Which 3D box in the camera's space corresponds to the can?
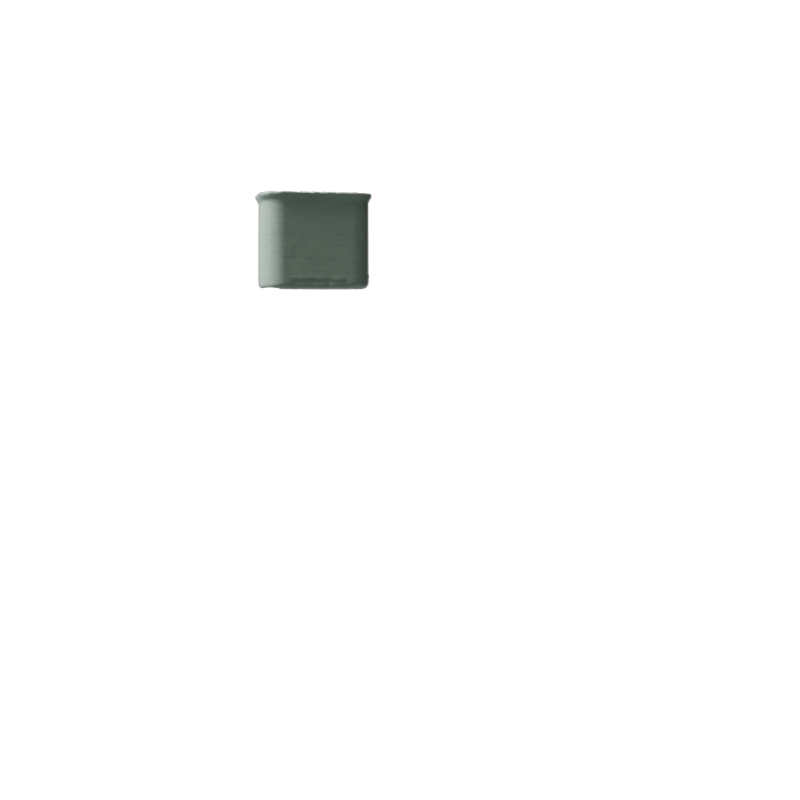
[{"bbox_3d":[-0.077,-0.141,0.986,0.100,0.084,0.058,0,-2,-12],"label":"can"}]
